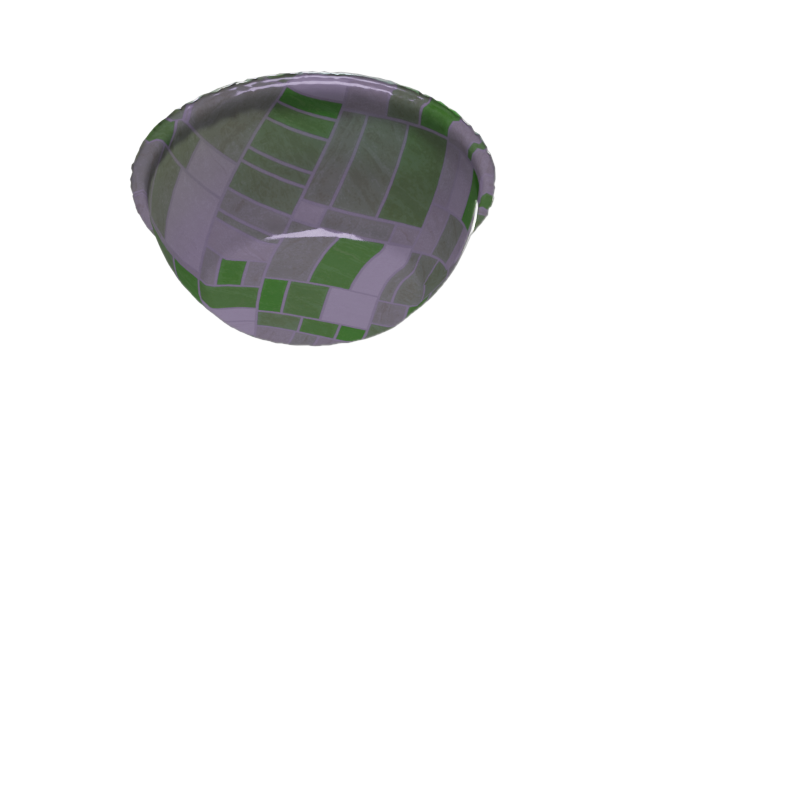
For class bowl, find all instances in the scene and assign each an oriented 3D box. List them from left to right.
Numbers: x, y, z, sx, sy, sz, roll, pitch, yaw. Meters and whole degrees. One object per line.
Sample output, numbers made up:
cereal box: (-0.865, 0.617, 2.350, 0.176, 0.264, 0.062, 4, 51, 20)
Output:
bowl: (-0.038, -0.069, 0.480, 0.162, 0.059, 0.152, 1, -29, -2)
